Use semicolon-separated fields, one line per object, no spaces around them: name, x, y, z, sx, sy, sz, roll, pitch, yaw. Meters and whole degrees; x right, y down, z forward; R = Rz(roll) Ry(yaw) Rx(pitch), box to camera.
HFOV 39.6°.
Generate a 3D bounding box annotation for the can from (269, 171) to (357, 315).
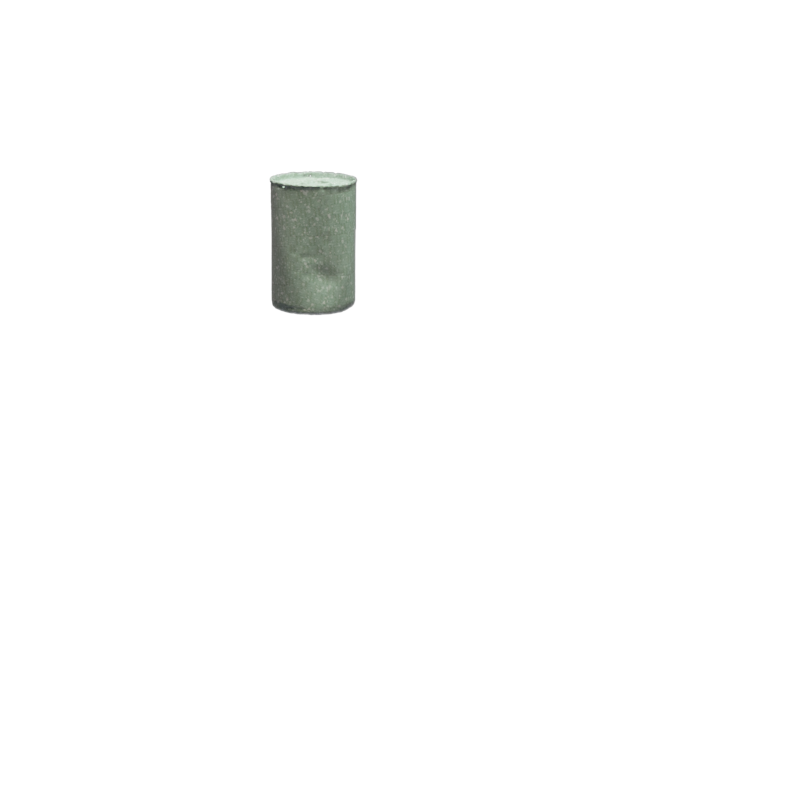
can;-0.068;-0.124;0.871;0.068;0.099;0.071;0;15;-2
